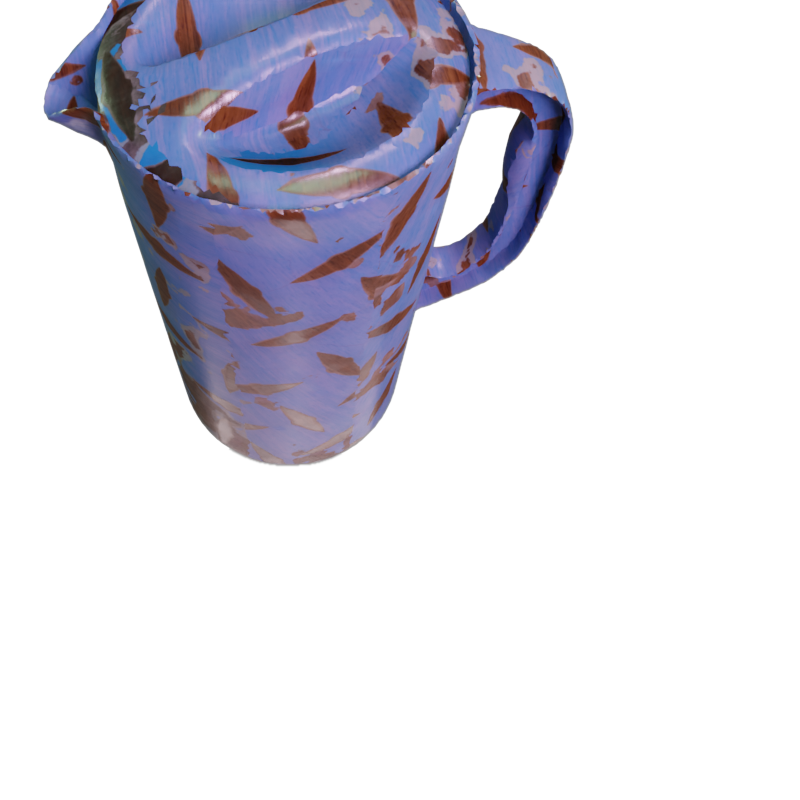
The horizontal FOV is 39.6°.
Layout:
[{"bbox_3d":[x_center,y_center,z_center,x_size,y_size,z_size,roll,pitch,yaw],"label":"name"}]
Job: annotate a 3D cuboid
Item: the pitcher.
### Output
[{"bbox_3d":[-0.037,-0.067,0.467,0.156,0.147,0.228,36,-25,16],"label":"pitcher"}]
